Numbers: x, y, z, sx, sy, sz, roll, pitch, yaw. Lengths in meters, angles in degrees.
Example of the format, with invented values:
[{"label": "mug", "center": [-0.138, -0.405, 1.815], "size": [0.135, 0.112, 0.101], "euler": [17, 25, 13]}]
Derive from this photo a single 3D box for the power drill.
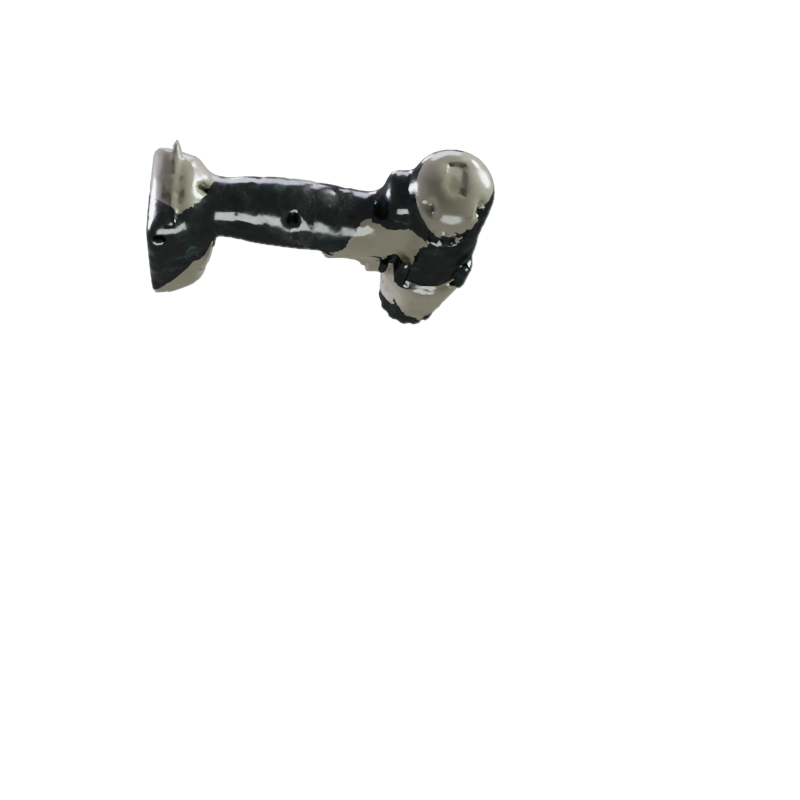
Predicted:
[{"label": "power drill", "center": [-0.051, -0.092, 0.645], "size": [0.186, 0.060, 0.177], "euler": [2, -19, -6]}]
